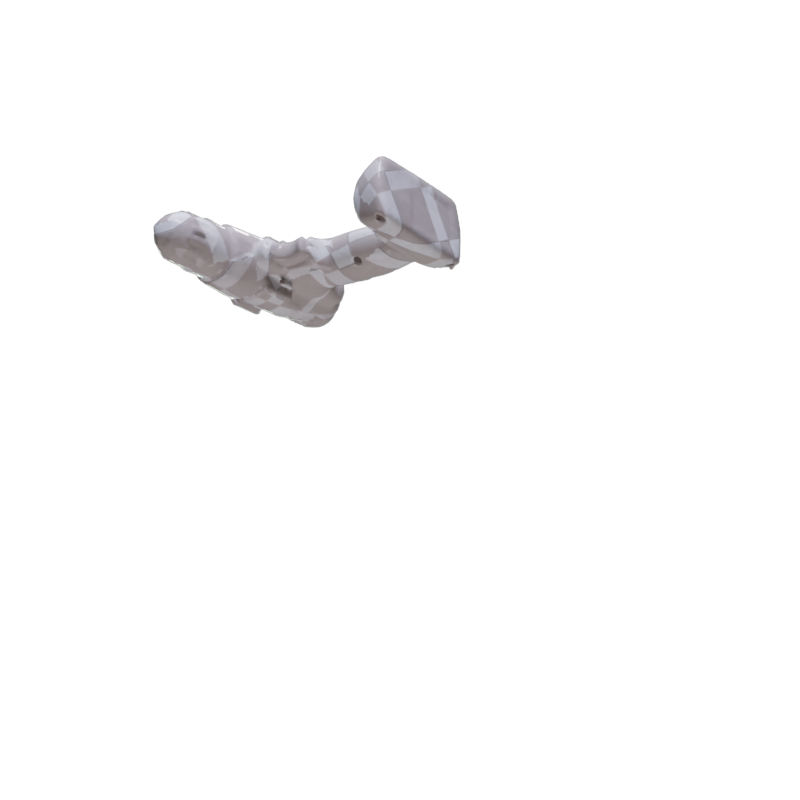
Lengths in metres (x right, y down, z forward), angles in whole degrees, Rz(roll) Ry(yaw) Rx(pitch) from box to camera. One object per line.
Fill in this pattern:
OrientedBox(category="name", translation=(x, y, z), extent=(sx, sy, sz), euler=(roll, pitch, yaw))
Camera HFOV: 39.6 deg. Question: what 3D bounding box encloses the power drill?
OrientedBox(category="power drill", translation=(-0.065, -0.118, 0.829), extent=(0.190, 0.060, 0.173), euler=(-15, -25, 37))
